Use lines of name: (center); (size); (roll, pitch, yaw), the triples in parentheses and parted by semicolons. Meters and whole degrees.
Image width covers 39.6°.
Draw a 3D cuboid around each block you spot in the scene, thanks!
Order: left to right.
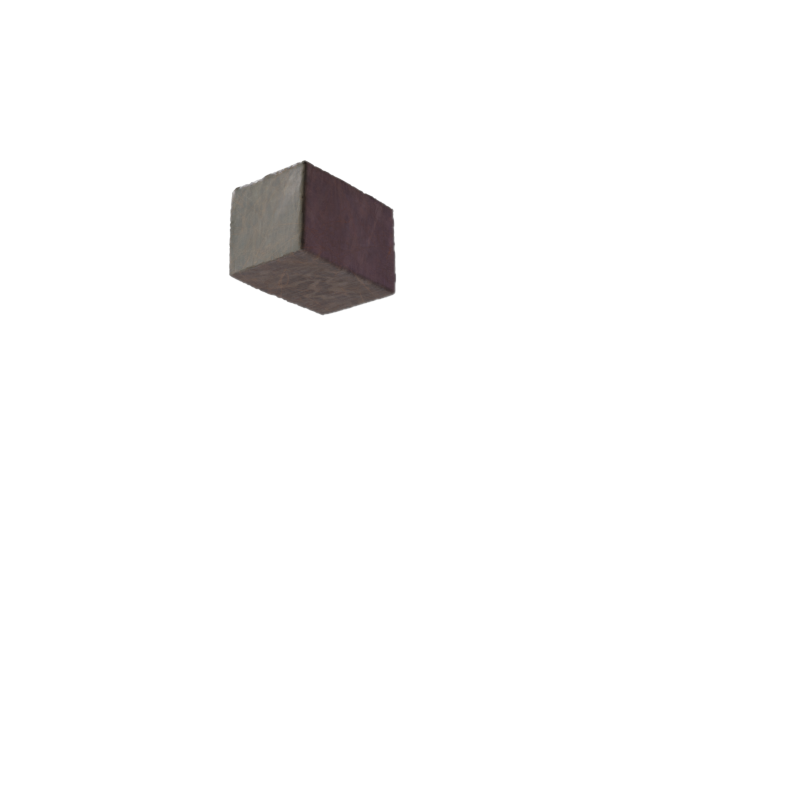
block: (-0.046, -0.084, 0.585); (0.053, 0.054, 0.073); (-16, -24, 35)
